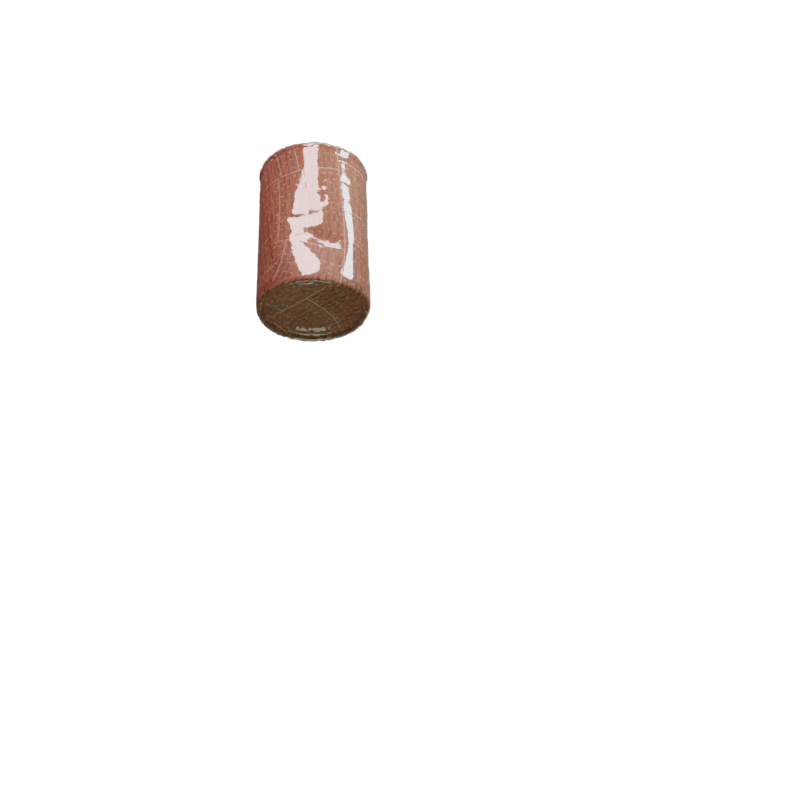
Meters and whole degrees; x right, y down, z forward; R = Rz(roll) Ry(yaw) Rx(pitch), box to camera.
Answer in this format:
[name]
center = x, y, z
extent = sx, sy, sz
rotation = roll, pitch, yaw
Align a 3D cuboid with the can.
[can]
center = -0.052, -0.095, 0.669
extent = 0.068, 0.109, 0.064
rotation = -1, -33, -2
